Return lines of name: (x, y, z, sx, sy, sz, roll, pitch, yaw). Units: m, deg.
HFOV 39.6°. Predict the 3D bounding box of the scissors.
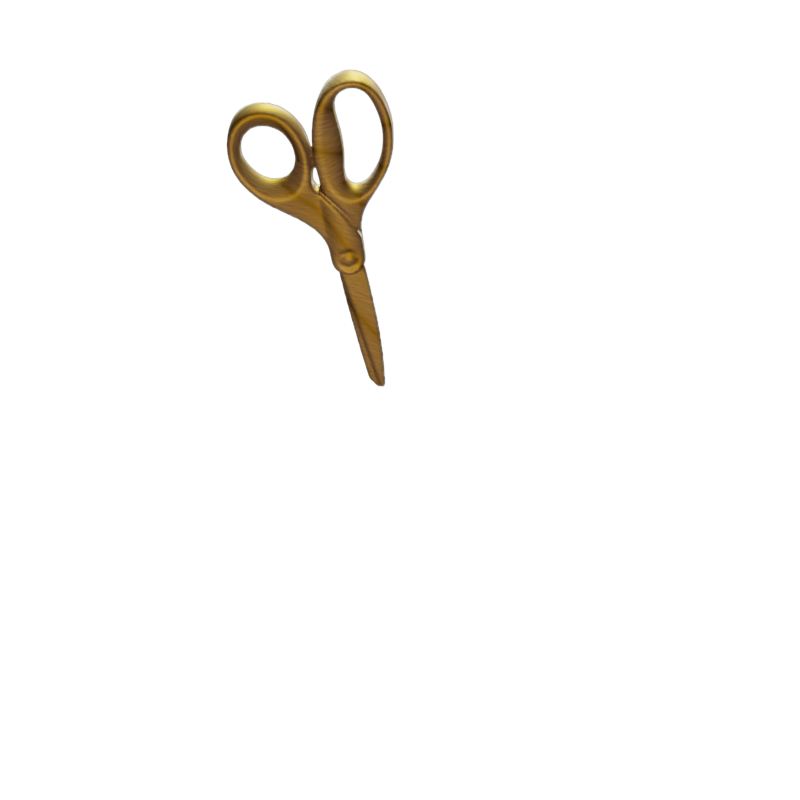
scissors: (-0.048, -0.087, 0.611, 0.096, 0.189, 0.017, 4, 35, -3)
